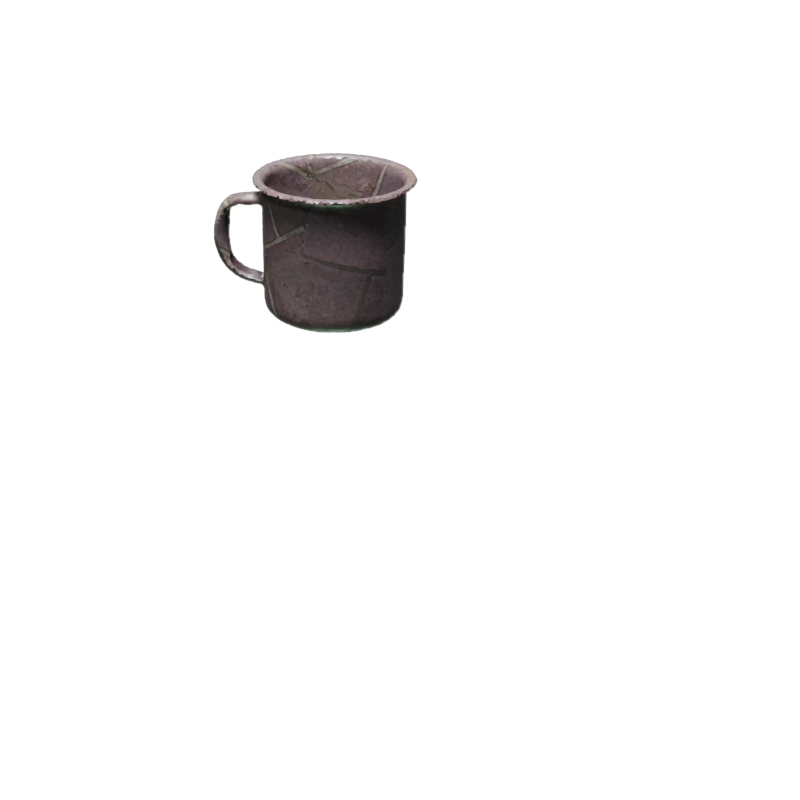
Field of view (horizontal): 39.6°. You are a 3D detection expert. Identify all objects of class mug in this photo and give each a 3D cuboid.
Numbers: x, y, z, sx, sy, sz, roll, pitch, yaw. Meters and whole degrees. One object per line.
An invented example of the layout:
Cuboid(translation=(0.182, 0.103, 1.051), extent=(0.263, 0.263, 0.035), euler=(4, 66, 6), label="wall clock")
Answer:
Cuboid(translation=(-0.050, -0.091, 0.641), extent=(0.118, 0.077, 0.097), euler=(3, 25, 4), label="mug")
